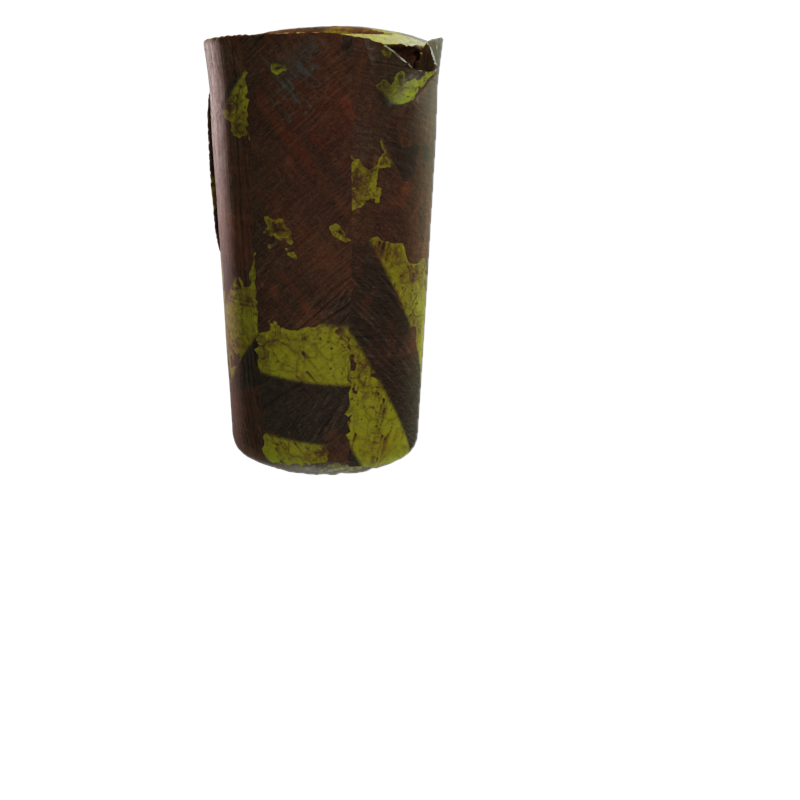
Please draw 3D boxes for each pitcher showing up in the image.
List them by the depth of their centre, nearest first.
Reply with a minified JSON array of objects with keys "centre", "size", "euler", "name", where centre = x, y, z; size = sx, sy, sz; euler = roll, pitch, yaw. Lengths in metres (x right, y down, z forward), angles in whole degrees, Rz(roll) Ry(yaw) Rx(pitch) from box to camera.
[{"centre":[-0.050,-0.091,0.640],"size":[0.146,0.238,0.152],"euler":[1,9,3],"name":"pitcher"}]
